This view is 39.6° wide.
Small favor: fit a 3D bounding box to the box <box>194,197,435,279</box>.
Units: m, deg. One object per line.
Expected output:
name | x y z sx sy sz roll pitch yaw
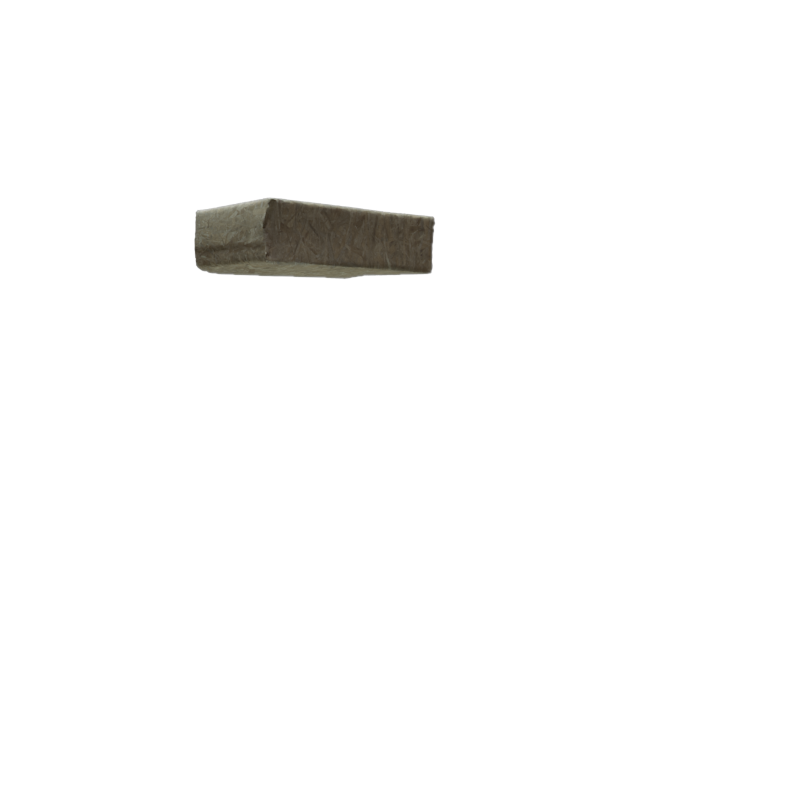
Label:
box | -0.050 -0.092 0.643 0.109 0.039 0.093 -2 3 -34
